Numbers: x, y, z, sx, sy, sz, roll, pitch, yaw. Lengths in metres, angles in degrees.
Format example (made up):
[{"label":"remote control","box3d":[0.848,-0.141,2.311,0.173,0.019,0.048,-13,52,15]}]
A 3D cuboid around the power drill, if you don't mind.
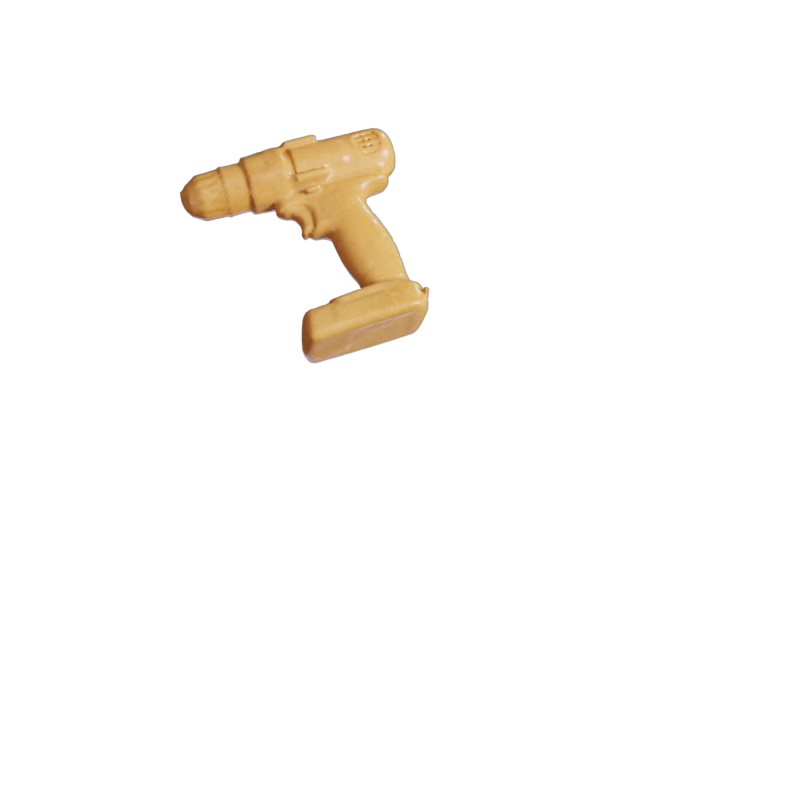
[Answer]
[{"label":"power drill","box3d":[-0.070,-0.128,0.899,0.183,0.200,0.054,-17,-25,-9]}]
